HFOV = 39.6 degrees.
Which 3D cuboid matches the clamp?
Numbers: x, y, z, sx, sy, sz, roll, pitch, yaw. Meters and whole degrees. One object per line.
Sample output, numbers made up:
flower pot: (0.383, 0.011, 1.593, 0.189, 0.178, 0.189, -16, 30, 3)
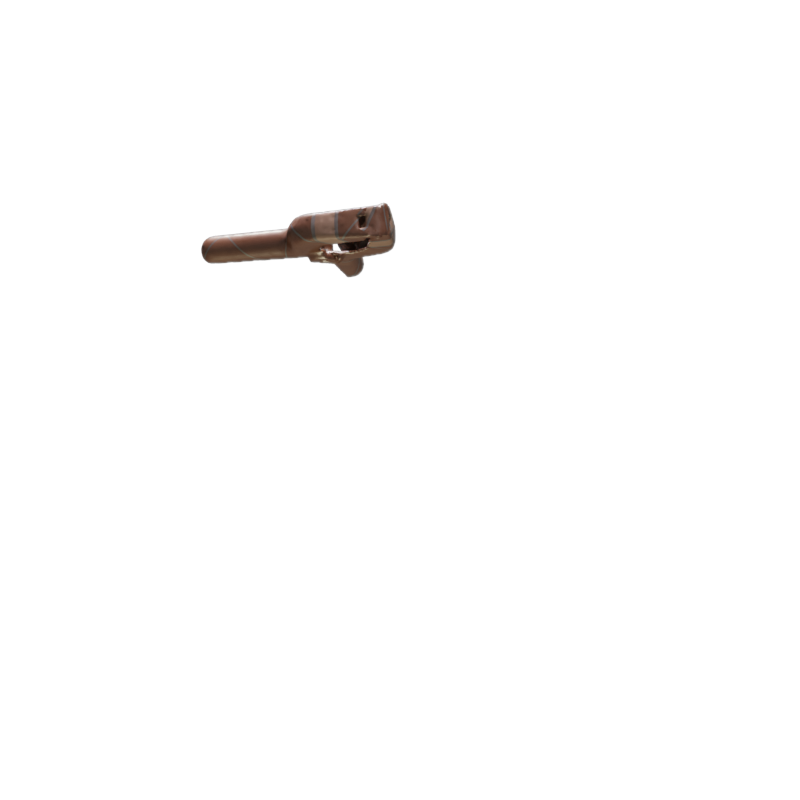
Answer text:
clamp: (-0.076, -0.139, 0.974, 0.160, 0.037, 0.212, 1, -3, -22)
